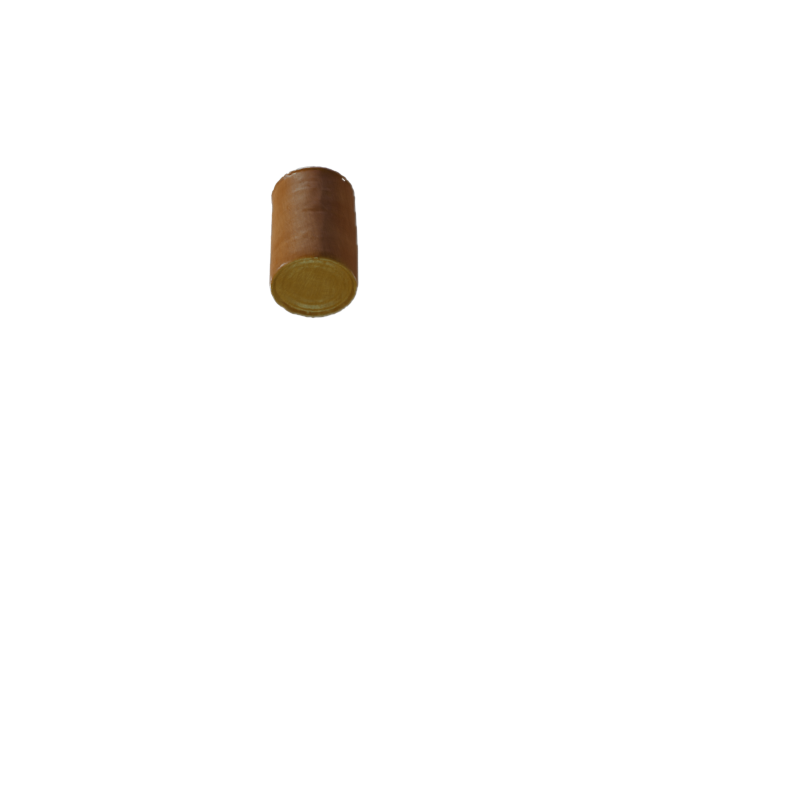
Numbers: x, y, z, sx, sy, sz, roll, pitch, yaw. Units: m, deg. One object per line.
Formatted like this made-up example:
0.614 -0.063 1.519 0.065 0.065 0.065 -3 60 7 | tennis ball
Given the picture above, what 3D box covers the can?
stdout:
-0.067 -0.122 0.858 0.068 0.110 0.064 -1 -42 -3 | can
